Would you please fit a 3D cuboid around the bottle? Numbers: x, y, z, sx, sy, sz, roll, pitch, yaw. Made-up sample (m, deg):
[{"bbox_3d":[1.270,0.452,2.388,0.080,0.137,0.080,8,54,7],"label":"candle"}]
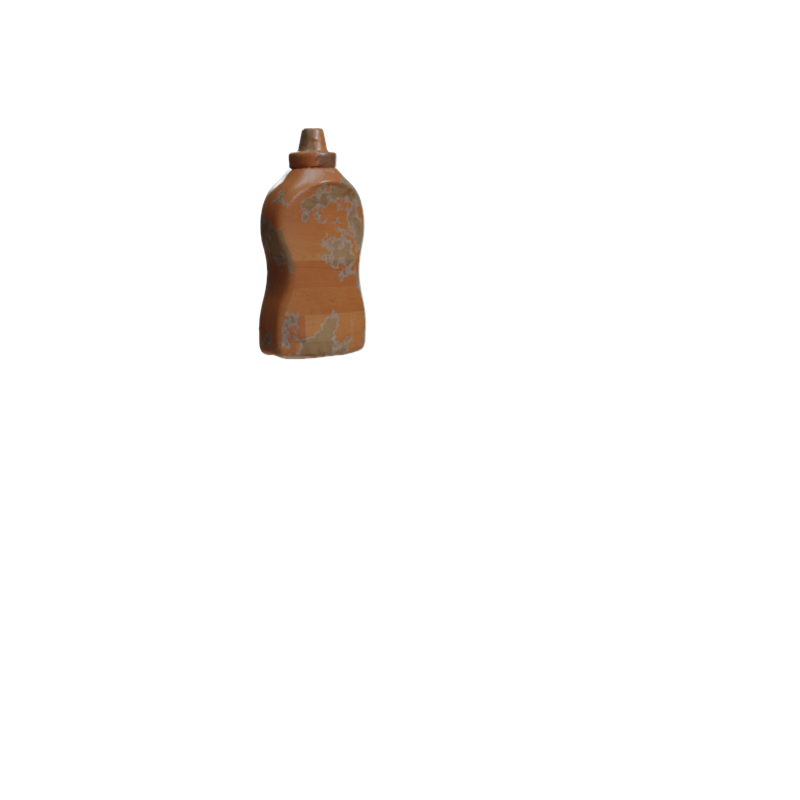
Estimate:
[{"bbox_3d":[-0.074,-0.135,0.943,0.093,0.190,0.061,-3,5,-37],"label":"bottle"}]
